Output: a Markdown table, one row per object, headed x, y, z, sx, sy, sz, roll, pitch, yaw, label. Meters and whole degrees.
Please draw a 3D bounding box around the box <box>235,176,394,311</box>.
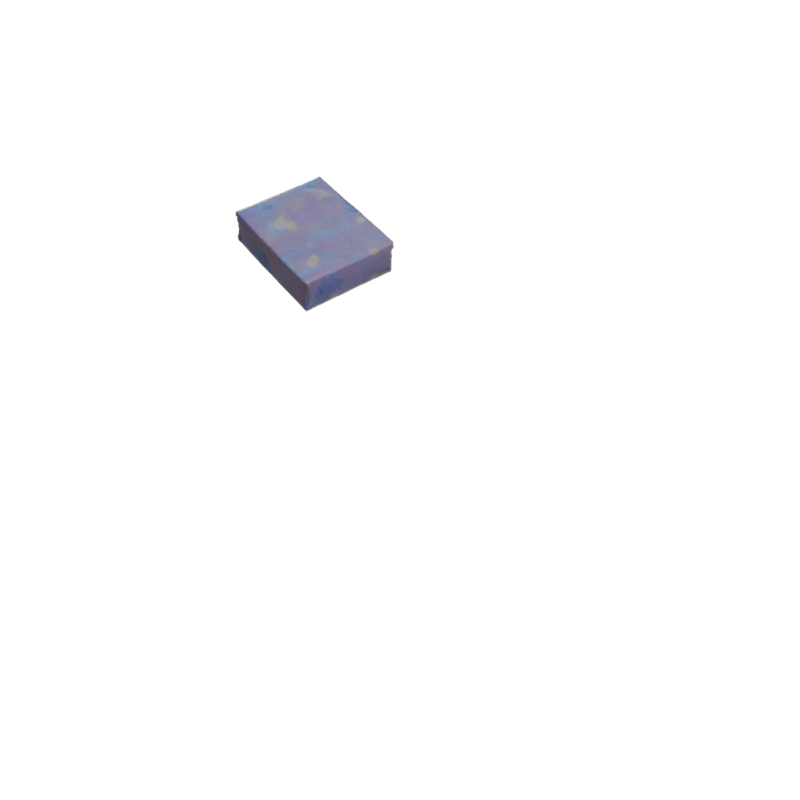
| x | y | z | sx | sy | sz | roll | pitch | yaw | label |
| --- | --- | --- | --- | --- | --- | --- | --- | --- | --- |
| -0.074 | -0.136 | 0.949 | 0.089 | 0.036 | 0.122 | -26 | 49 | -26 | box |
